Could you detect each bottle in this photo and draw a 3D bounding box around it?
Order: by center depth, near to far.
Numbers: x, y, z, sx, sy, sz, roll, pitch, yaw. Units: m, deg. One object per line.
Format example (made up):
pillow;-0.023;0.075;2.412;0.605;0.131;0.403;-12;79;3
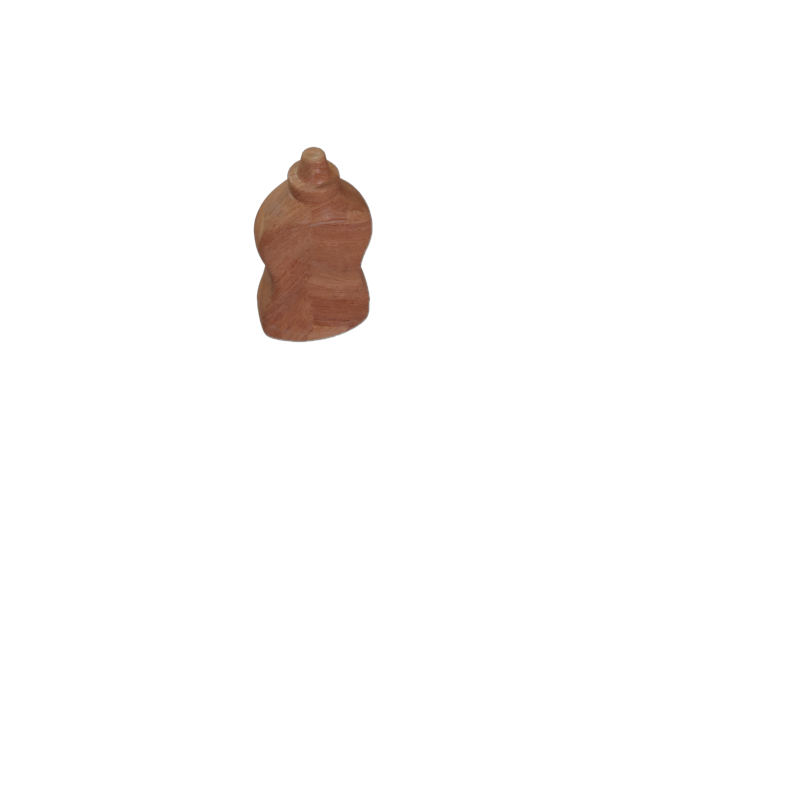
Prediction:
bottle;-0.071;-0.129;0.907;0.095;0.063;0.179;-8;-40;-10
